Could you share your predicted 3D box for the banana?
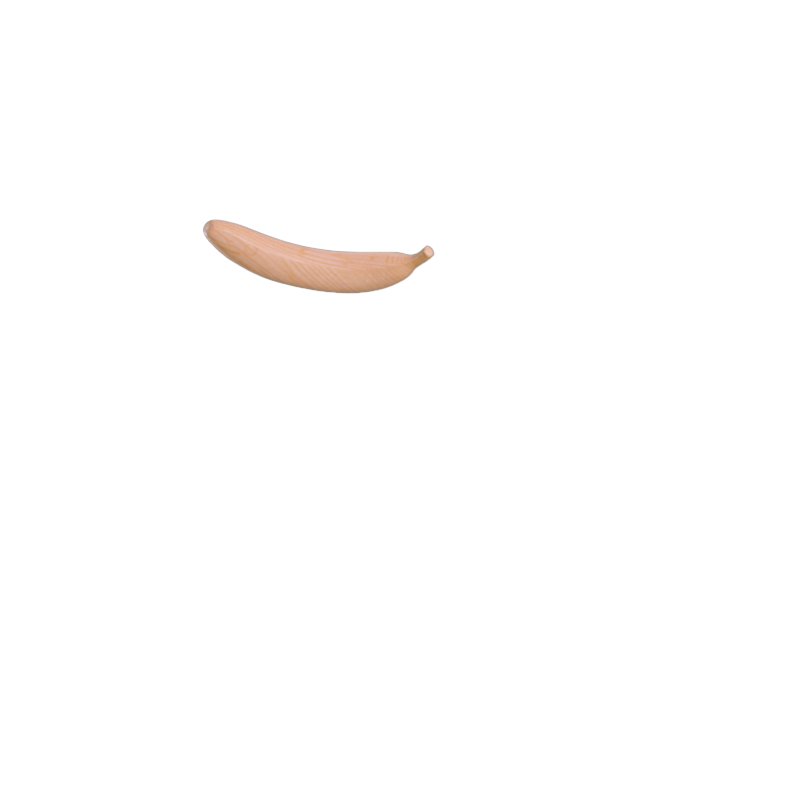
[{"bbox_3d":[-0.074,-0.124,0.968,0.196,0.039,0.065,5,-44,-5],"label":"banana"}]
